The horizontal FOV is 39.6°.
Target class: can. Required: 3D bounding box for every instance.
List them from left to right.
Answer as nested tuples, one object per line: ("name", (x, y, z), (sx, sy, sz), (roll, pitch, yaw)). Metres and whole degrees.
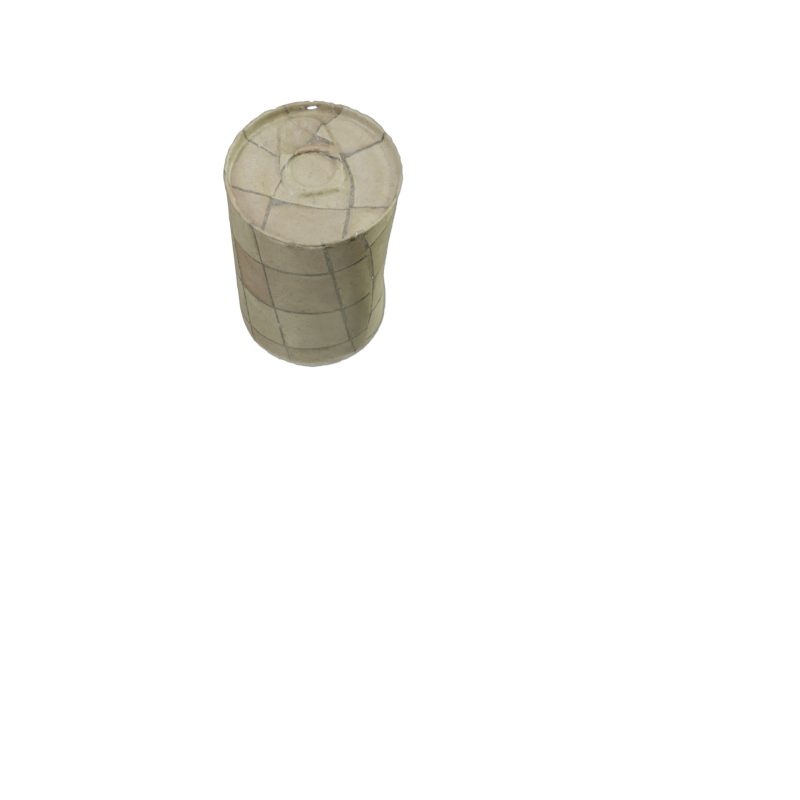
("can", (-0.036, -0.066, 0.460), (0.068, 0.073, 0.096), (0, -28, -3))
